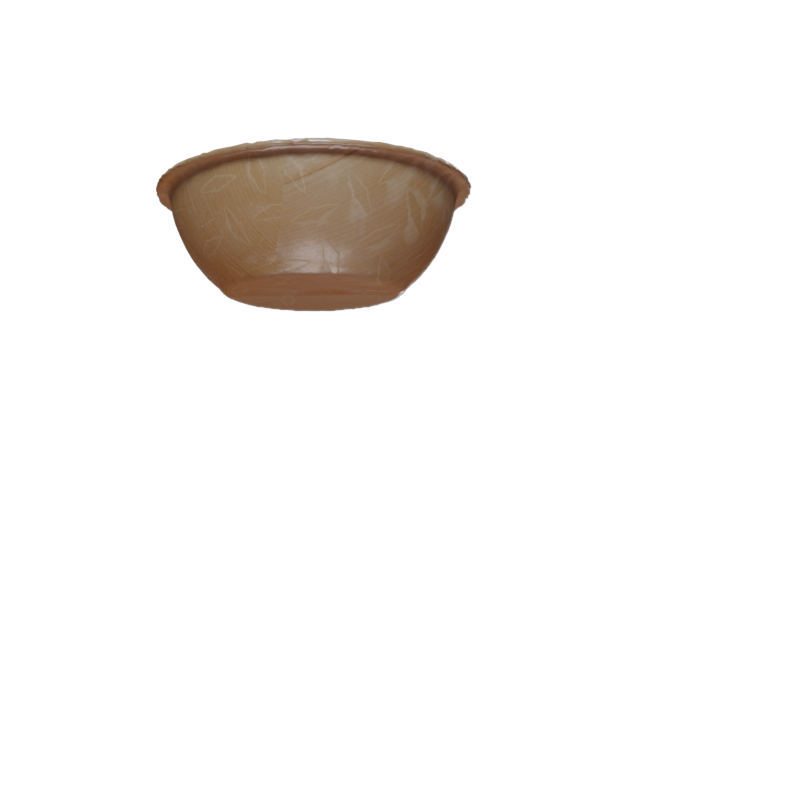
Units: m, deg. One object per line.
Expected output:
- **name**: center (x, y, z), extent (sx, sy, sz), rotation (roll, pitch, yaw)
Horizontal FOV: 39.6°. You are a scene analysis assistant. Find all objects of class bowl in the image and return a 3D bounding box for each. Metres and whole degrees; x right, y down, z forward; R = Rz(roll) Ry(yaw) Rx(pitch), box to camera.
- **bowl**: center (-0.044, -0.081, 0.567), extent (0.162, 0.057, 0.158), rotation (0, -8, -2)
